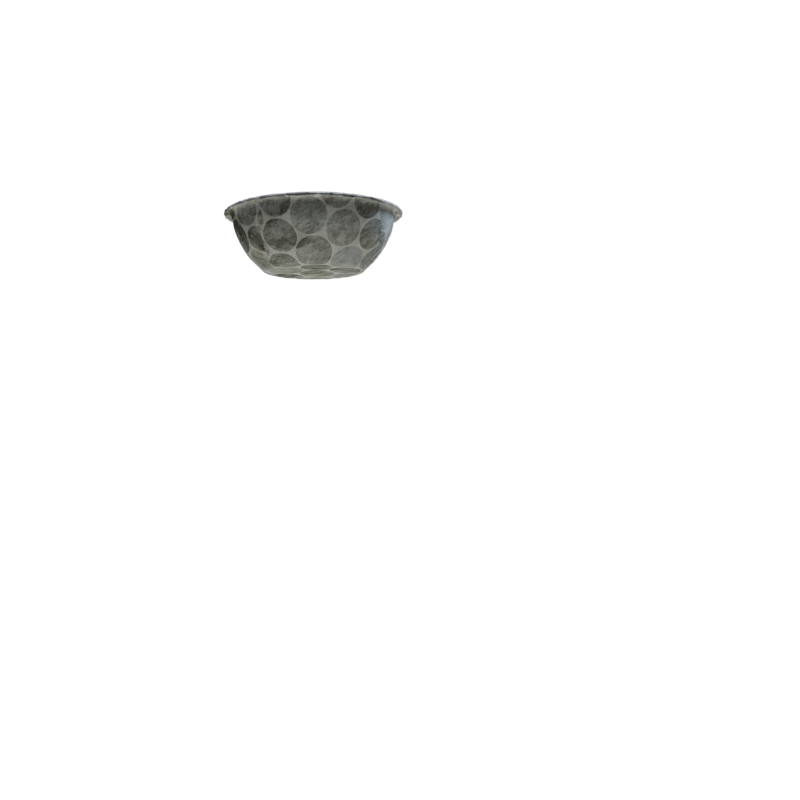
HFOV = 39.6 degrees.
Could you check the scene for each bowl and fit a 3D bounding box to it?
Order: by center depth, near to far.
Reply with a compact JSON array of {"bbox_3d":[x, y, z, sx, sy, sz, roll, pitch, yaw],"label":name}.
[{"bbox_3d":[-0.078,-0.143,0.999,0.162,0.056,0.159,0,-4,-2],"label":"bowl"}]
